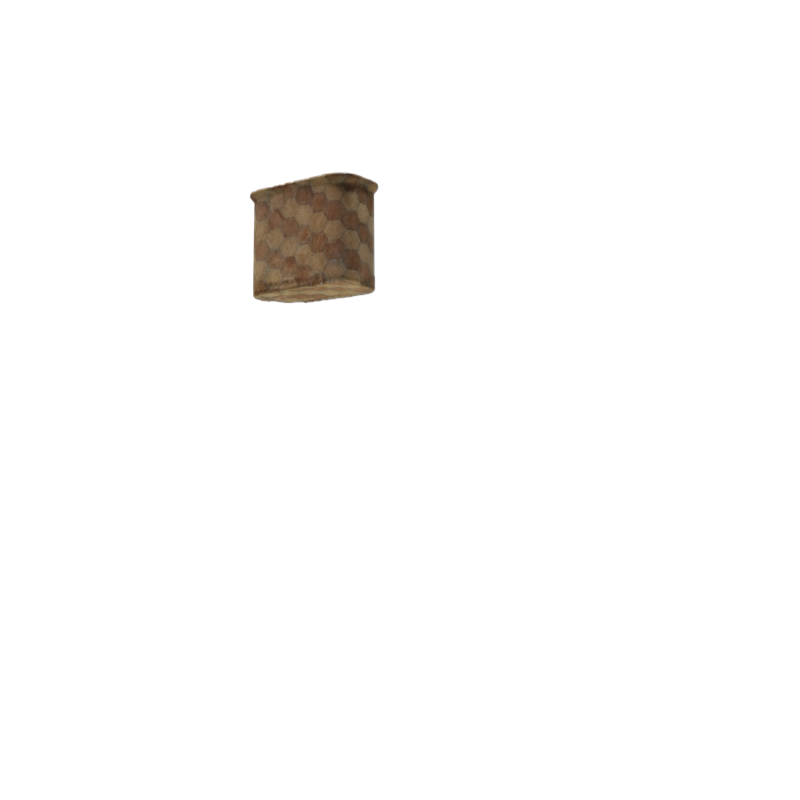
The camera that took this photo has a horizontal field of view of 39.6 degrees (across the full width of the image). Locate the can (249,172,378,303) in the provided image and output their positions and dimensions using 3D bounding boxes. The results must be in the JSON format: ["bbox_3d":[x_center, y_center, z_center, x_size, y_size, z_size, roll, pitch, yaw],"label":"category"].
[{"bbox_3d":[-0.067,-0.122,0.853,0.105,0.086,0.054,-7,-13,35],"label":"can"}]
